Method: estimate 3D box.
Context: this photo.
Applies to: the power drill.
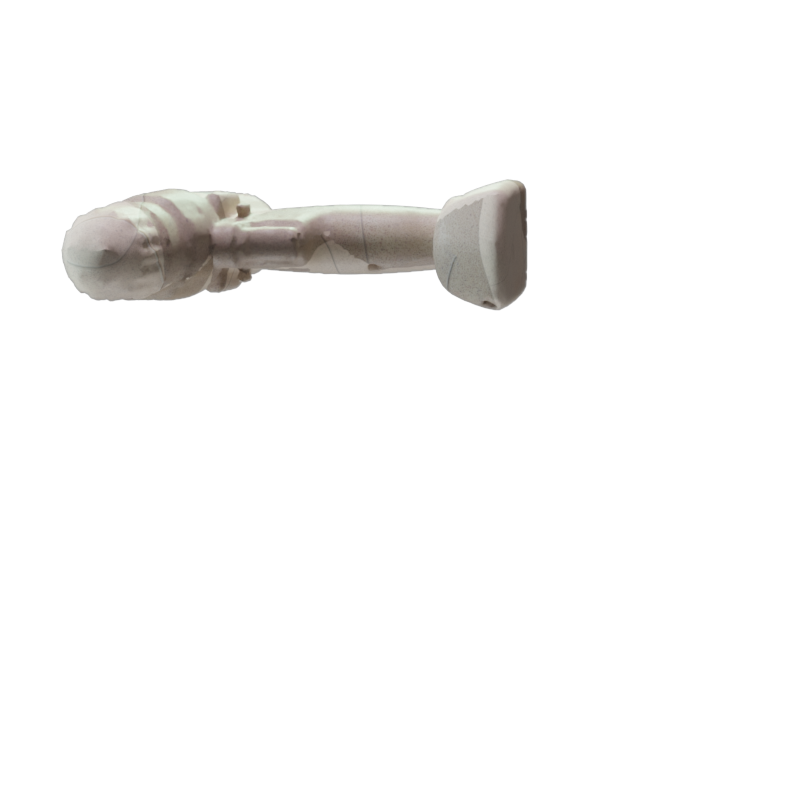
[{"bbox_3d":[-0.040,-0.073,0.514,0.192,0.056,0.184,4,13,15],"label":"power drill"}]
